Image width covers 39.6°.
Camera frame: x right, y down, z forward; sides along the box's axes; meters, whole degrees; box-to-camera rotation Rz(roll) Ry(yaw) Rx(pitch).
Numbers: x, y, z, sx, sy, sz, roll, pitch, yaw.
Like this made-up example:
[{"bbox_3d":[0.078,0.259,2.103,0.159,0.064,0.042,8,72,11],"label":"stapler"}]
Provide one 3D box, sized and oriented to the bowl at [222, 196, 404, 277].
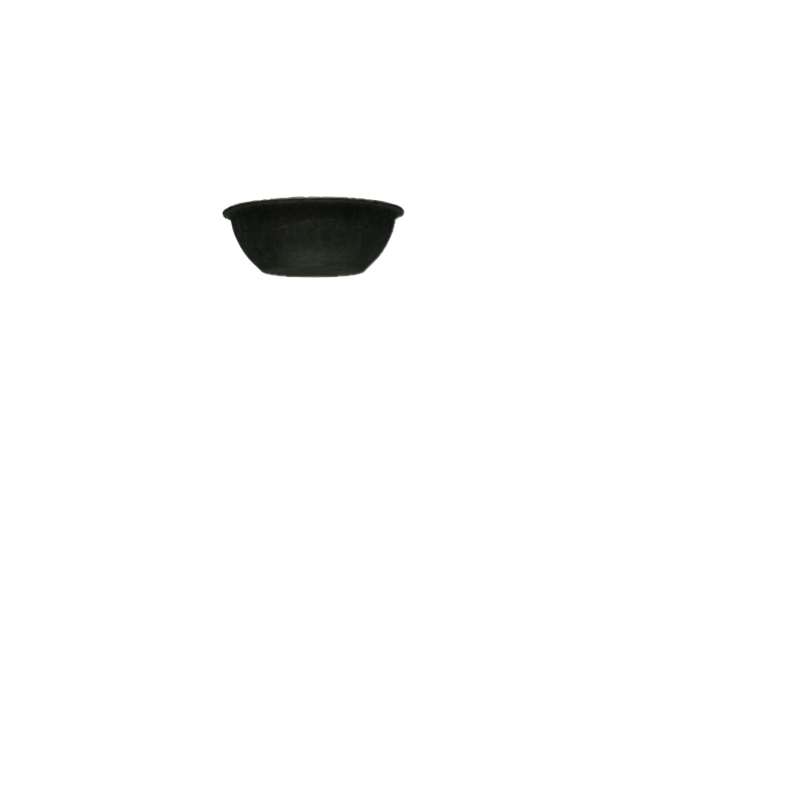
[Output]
[{"bbox_3d":[-0.077,-0.140,0.978,0.162,0.056,0.161,0,0,-2],"label":"bowl"}]
